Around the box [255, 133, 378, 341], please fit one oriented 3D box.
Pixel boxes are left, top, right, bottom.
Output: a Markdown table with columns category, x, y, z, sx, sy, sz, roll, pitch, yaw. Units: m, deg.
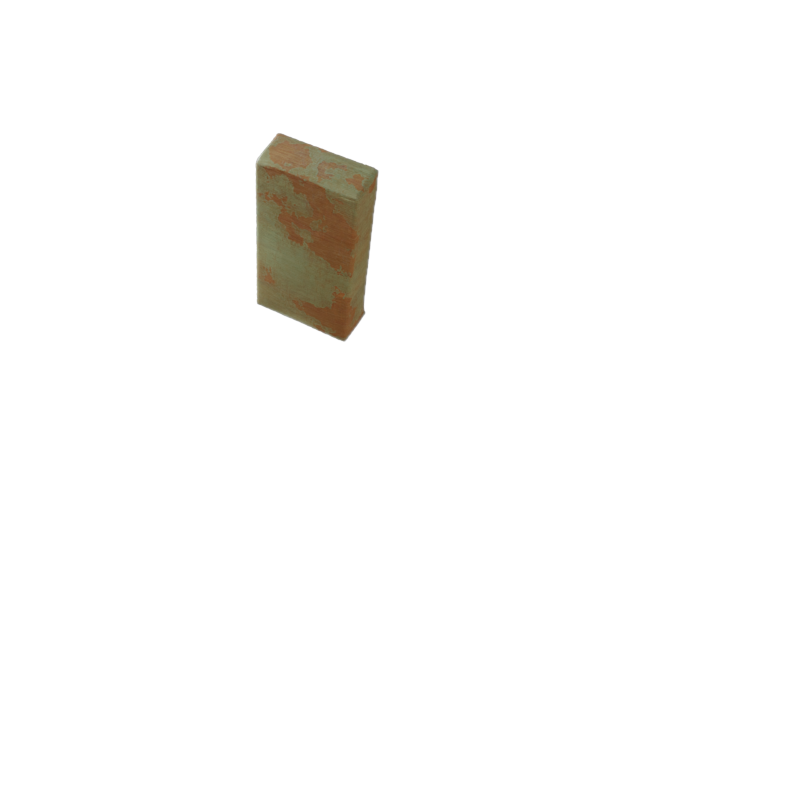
| category | x | y | z | sx | sy | sz | roll | pitch | yaw |
| --- | --- | --- | --- | --- | --- | --- | --- | --- | --- |
| box | -0.073 | -0.132 | 0.924 | 0.097 | 0.050 | 0.164 | 24 | -34 | 14 |
